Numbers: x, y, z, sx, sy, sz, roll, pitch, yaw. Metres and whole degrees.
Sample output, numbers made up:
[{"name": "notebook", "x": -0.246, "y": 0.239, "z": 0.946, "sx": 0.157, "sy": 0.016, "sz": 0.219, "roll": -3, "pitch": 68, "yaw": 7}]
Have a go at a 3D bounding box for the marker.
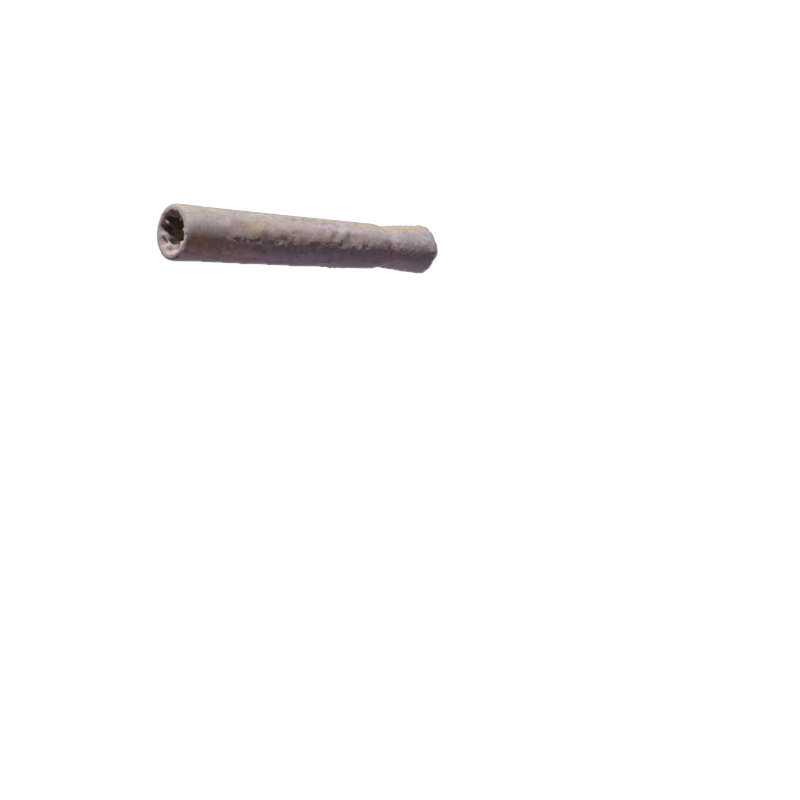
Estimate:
[{"name": "marker", "x": -0.031, "y": -0.057, "z": 0.398, "sx": 0.116, "sy": 0.020, "sz": 0.021, "roll": -3, "pitch": 5, "yaw": -42}]
